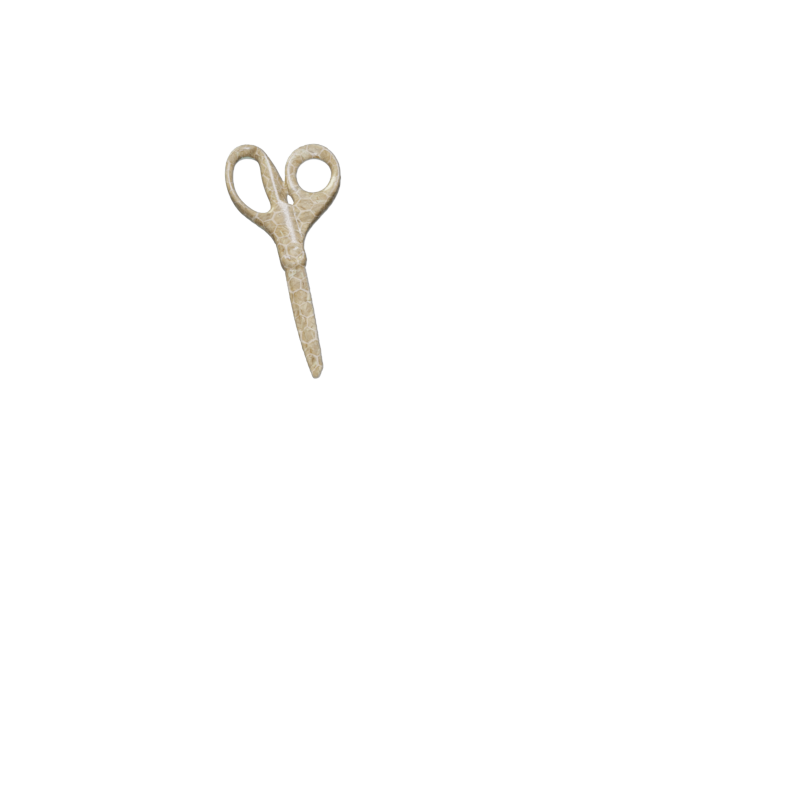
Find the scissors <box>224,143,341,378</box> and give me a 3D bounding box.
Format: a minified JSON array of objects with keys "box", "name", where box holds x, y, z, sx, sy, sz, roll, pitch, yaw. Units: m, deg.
[{"box":[-0.063,-0.116,0.810,0.096,0.216,0.015,-23,-28,-13],"name":"scissors"}]
